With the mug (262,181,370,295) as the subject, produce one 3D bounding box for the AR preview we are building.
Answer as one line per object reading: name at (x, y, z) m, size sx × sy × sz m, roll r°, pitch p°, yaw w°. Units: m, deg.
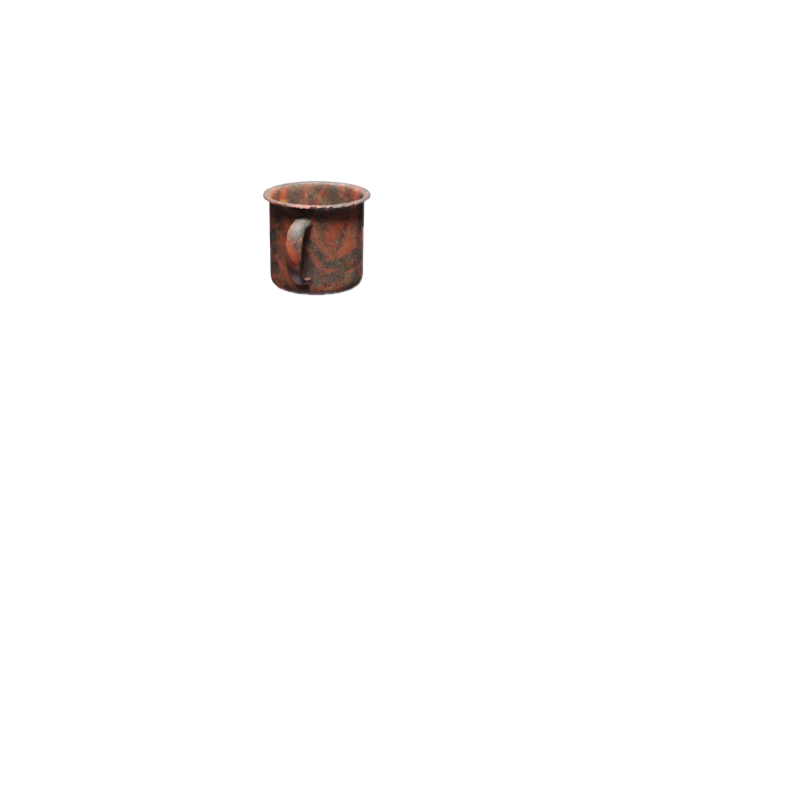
mug at (-0.075, -0.136, 0.955) m, size 0.095 × 0.078 × 0.120 m, roll 4°, pitch 22°, yaw 10°
